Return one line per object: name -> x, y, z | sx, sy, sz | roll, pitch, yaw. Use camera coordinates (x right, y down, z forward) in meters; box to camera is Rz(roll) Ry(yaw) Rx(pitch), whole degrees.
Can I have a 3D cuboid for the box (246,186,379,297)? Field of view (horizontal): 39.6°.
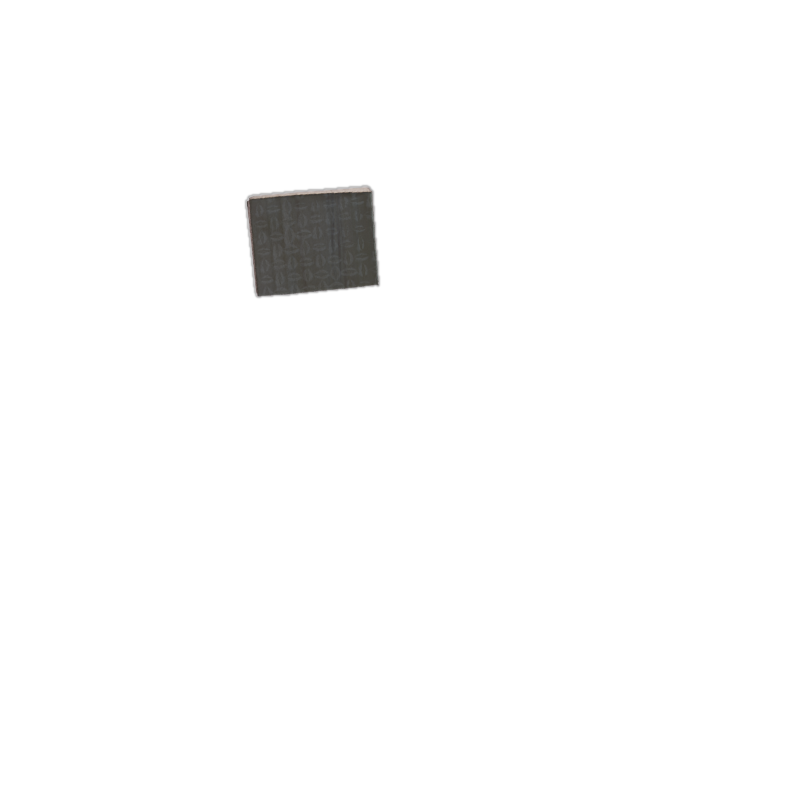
box -> -0.078, -0.142, 0.993 | 0.113, 0.088, 0.040 | -4, 7, 0
